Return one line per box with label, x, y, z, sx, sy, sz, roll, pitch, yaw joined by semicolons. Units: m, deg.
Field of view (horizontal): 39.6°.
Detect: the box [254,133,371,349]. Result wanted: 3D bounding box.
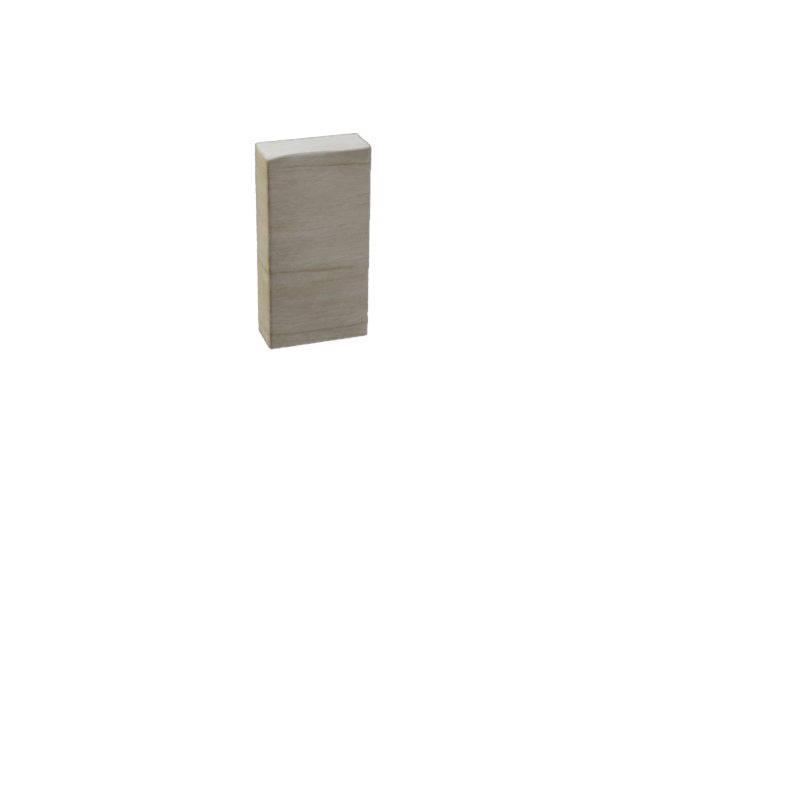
box;-0.074;-0.135;0.945;0.092;0.167;0.052;-8;29;-18
